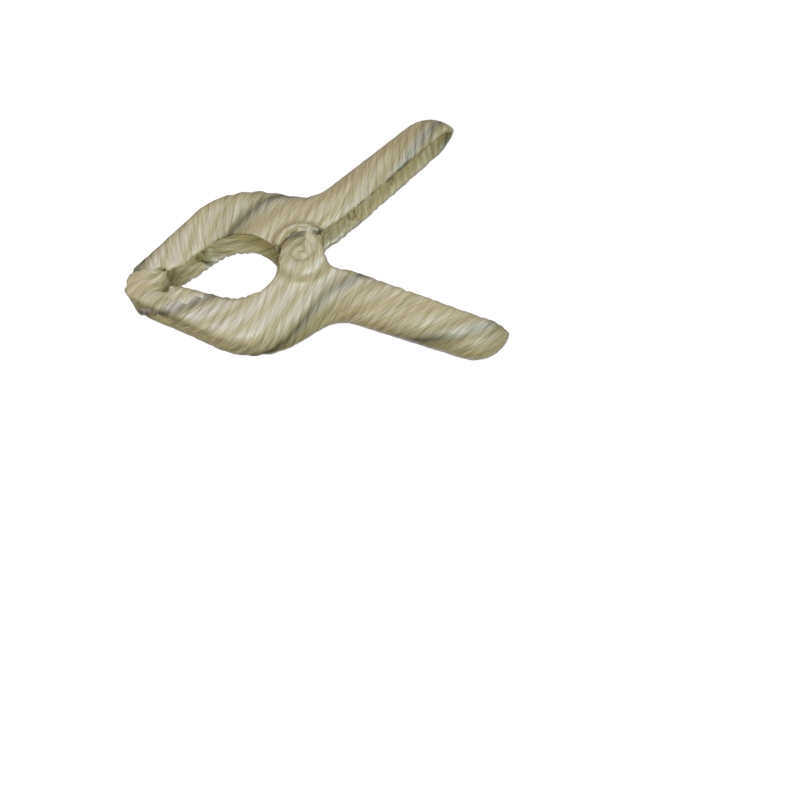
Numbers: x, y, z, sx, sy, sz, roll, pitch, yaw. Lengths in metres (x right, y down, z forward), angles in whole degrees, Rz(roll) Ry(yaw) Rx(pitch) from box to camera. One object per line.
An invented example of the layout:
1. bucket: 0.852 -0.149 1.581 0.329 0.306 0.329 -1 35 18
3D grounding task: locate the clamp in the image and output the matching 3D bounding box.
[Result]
1. clamp: -0.041 -0.074 0.518 0.171 0.128 0.037 -2 -28 -1
